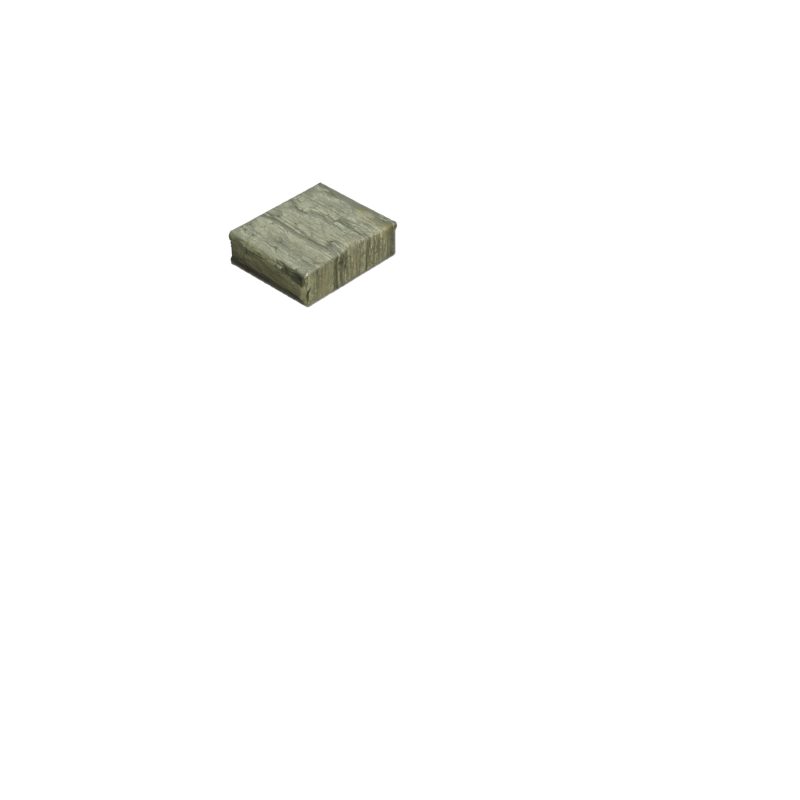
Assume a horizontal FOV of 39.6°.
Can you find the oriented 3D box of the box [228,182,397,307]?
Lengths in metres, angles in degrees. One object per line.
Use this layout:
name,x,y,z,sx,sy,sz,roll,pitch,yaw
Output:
box,-0.058,-0.105,0.739,0.078,0.028,0.090,31,48,32
